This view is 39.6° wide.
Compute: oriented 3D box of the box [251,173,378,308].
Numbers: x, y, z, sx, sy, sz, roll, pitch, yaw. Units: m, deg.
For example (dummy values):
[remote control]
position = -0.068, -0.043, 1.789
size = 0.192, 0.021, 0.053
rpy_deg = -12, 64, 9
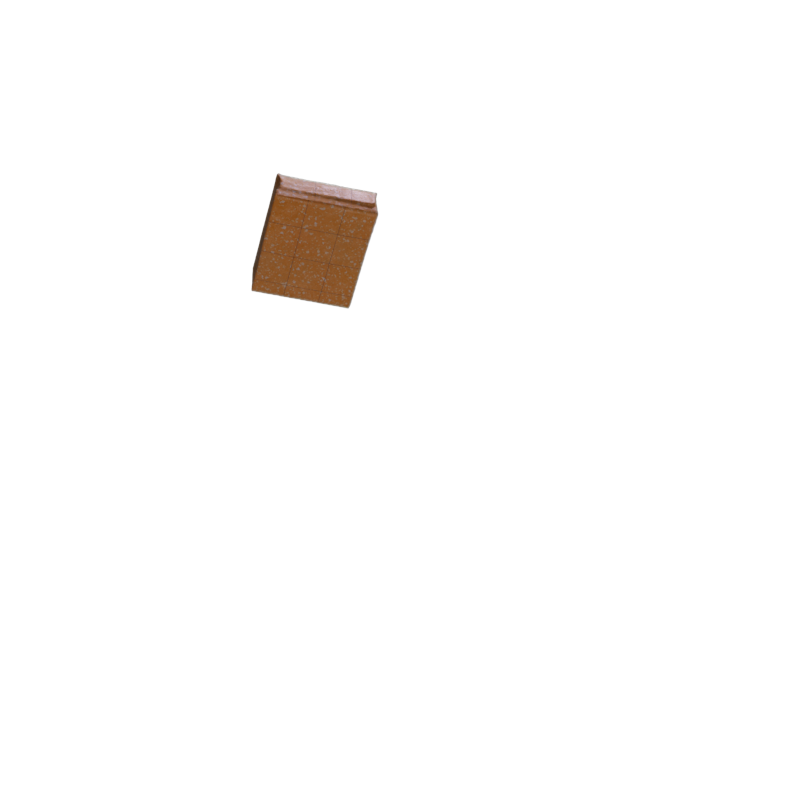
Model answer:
[box]
position = -0.061, -0.112, 0.783
size = 0.072, 0.084, 0.032
rpy_deg = 11, 38, -9
